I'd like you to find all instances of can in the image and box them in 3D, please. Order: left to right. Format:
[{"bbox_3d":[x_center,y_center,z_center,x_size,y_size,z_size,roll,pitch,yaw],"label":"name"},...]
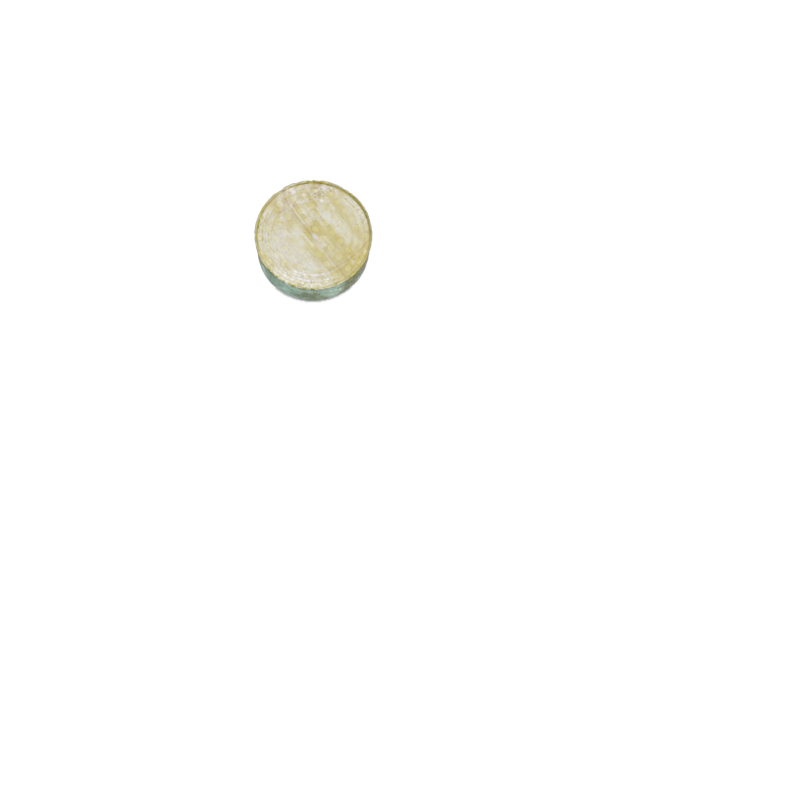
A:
[{"bbox_3d":[-0.064,-0.117,0.821,0.086,0.090,0.032,-1,-19,-1],"label":"can"}]
